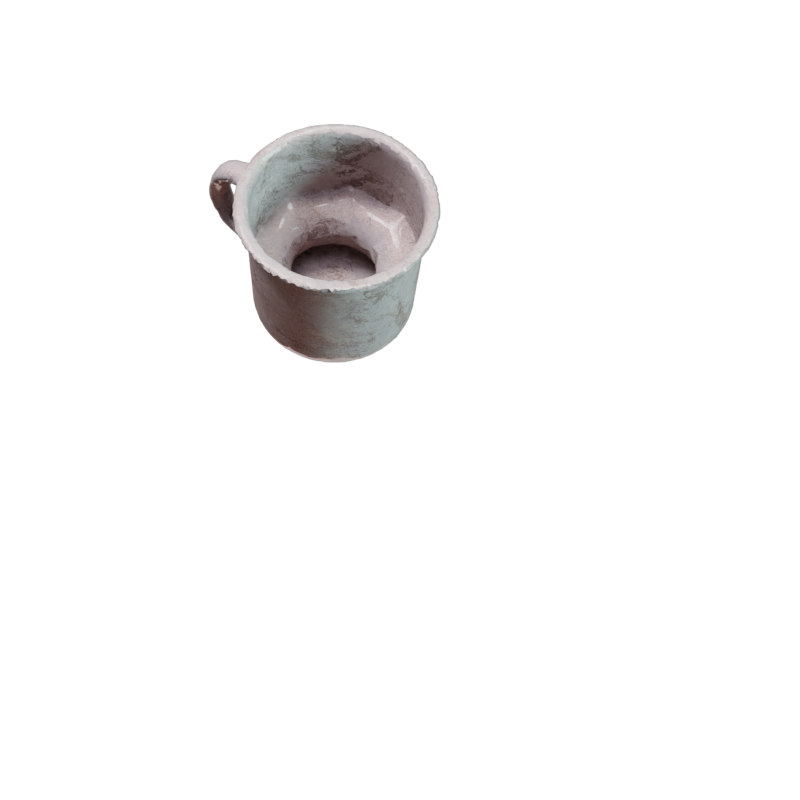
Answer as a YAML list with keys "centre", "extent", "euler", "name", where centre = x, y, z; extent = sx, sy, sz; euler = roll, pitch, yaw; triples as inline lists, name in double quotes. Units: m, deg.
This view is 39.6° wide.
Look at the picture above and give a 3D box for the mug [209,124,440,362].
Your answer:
- centre: [-0.042, -0.076, 0.531]
  extent: [0.121, 0.096, 0.076]
  euler: [26, -28, 14]
  name: "mug"
